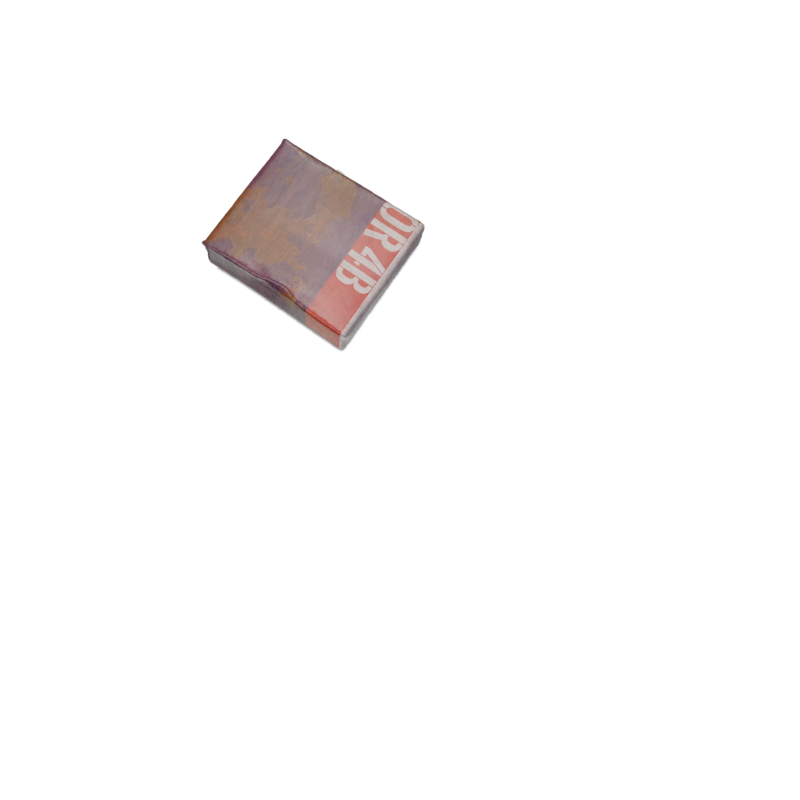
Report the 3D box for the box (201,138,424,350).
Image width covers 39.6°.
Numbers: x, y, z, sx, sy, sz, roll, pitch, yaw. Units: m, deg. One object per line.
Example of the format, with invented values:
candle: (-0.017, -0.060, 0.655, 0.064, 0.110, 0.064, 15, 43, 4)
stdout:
box: (-0.045, -0.081, 0.568, 0.092, 0.074, 0.029, 33, -16, 11)
